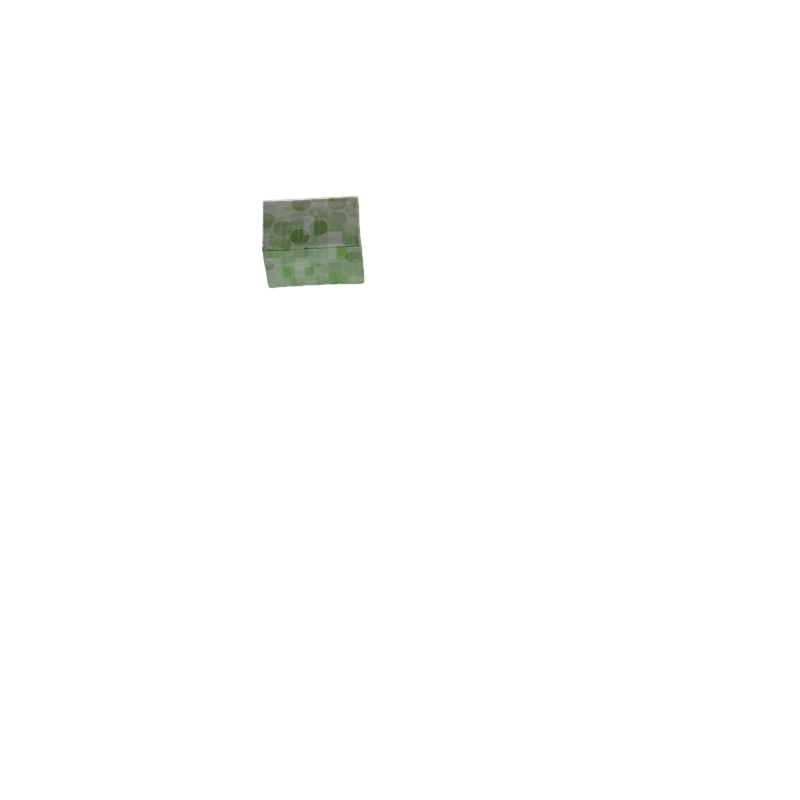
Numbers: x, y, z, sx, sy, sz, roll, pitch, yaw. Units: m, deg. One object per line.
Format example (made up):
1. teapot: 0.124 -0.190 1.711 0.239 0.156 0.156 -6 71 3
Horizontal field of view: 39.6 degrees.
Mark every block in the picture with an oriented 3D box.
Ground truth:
1. block: -0.068 -0.125 0.873 0.078 0.055 0.049 -2 -32 2
